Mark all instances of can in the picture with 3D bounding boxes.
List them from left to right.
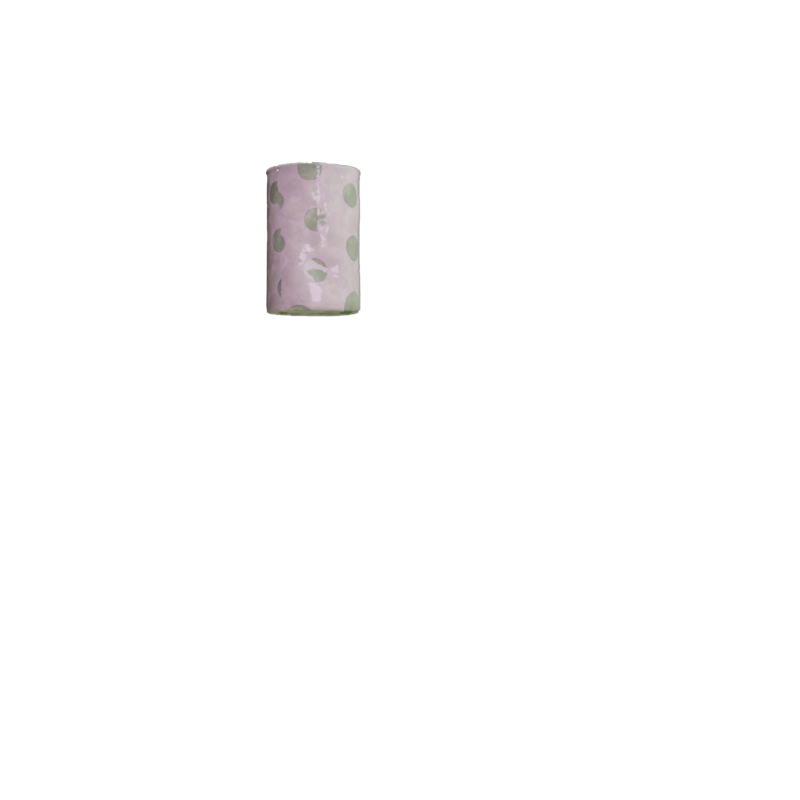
[{"bbox_3d":[-0.062,-0.112,0.787,0.068,0.104,0.068,0,-5,-2],"label":"can"}]
